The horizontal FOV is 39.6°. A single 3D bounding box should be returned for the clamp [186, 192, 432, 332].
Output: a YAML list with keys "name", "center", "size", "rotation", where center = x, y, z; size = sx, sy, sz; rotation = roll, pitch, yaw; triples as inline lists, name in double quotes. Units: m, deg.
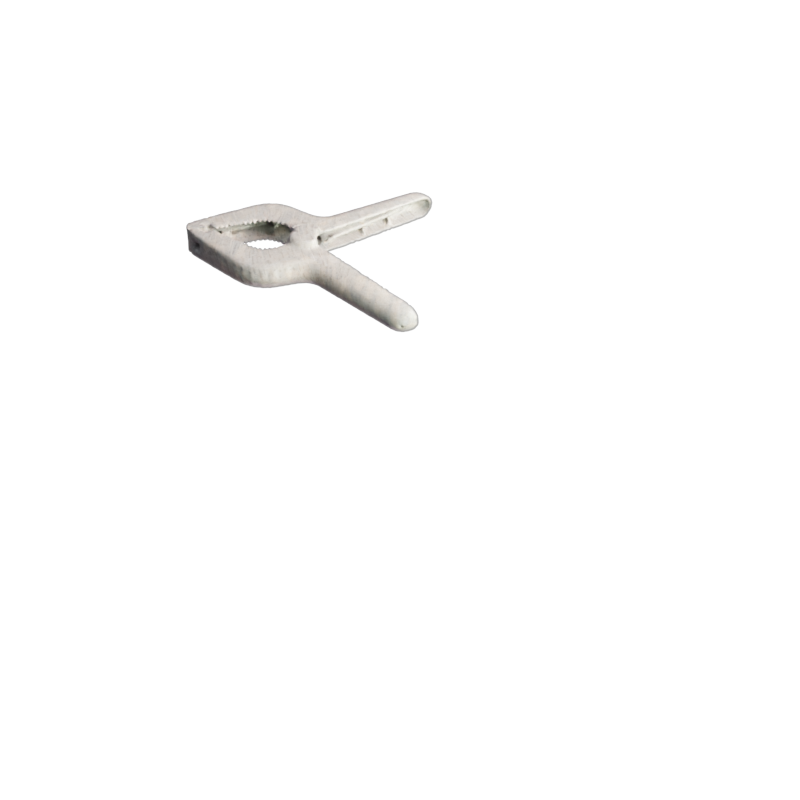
- name: "clamp"
  center: [-0.073, -0.134, 0.936]
  size: [0.214, 0.034, 0.173]
  rotation: [10, 44, 10]
